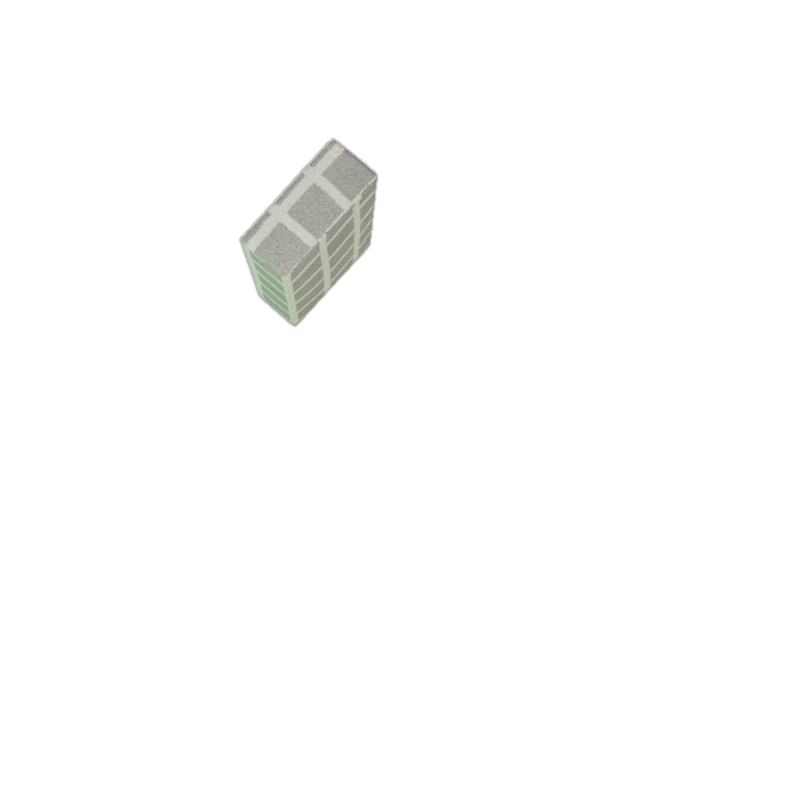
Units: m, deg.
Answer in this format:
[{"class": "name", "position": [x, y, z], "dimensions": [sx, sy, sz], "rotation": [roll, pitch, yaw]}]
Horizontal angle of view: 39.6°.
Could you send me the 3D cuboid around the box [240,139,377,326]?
[{"class": "box", "position": [-0.061, -0.111, 0.783], "dimensions": [0.048, 0.094, 0.173], "rotation": [41, -7, 0]}]
